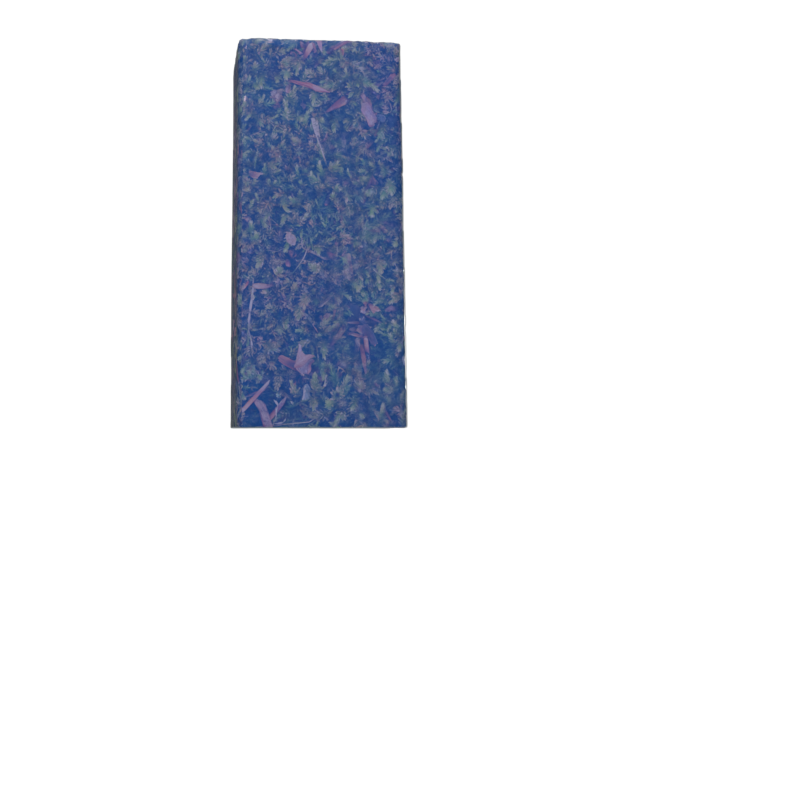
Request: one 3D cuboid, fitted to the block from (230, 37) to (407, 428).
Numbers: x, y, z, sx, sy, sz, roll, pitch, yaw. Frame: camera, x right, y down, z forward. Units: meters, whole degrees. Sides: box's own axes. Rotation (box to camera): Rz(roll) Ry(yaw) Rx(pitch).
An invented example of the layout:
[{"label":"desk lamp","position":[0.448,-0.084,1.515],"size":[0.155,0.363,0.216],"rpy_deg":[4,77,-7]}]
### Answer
[{"label":"block","position":[-0.049,-0.089,0.621],"size":[0.090,0.211,0.089],"rpy_deg":[1,-9,-8]}]
